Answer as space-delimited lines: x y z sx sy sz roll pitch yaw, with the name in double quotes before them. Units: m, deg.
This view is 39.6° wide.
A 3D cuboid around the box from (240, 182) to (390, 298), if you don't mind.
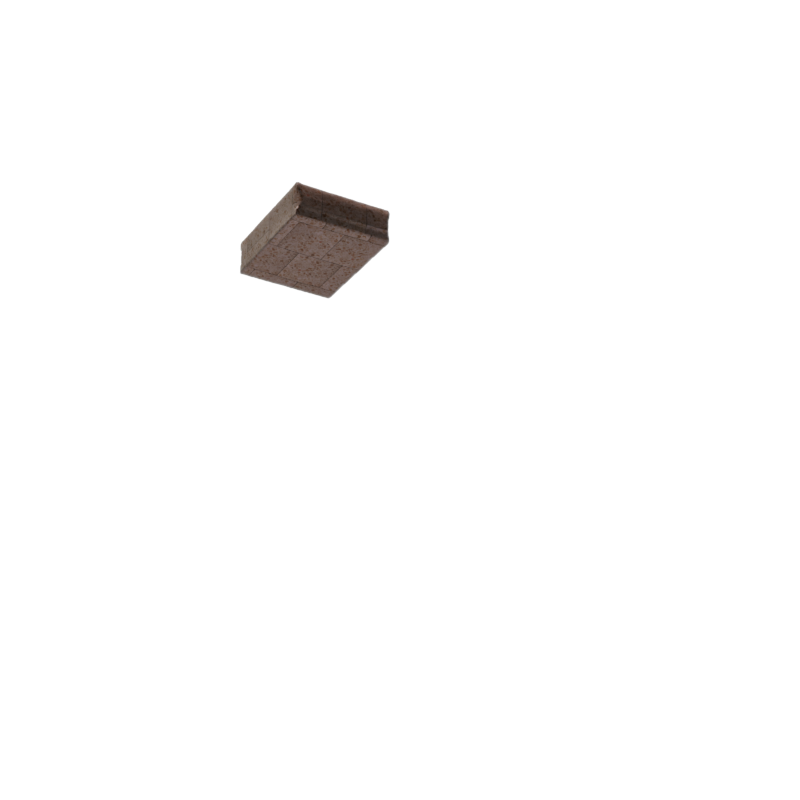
"box" -0.060 -0.110 0.769 0.070 0.032 0.088 15 -31 -27
